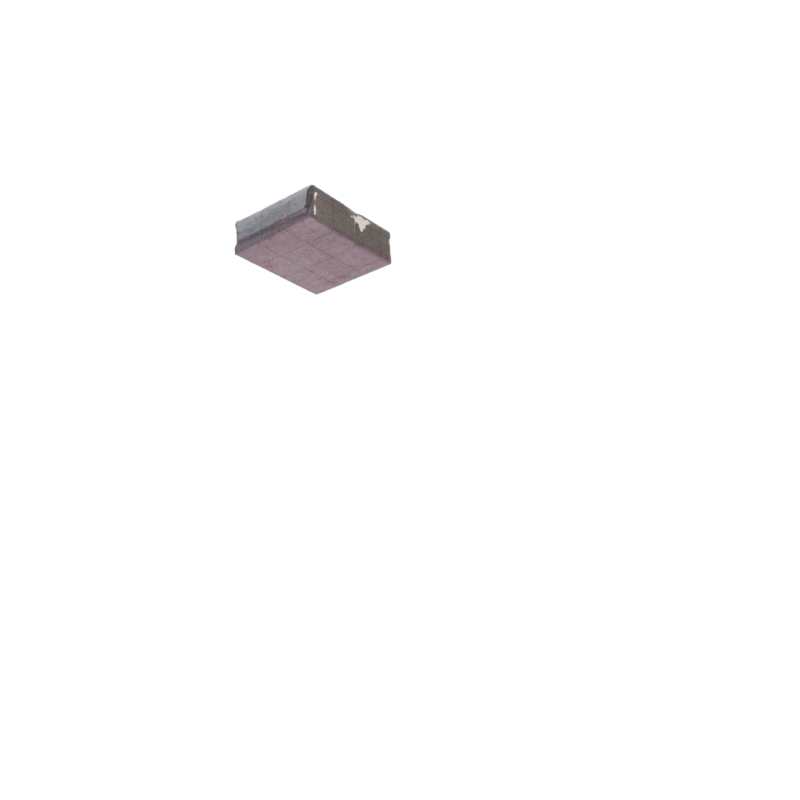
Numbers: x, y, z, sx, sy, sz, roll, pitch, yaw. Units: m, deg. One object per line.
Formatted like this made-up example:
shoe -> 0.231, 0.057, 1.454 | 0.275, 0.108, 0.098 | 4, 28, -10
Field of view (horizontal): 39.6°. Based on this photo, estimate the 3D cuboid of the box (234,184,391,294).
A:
box -> -0.062, -0.112, 0.786 | 0.074, 0.032, 0.083 | -20, -32, 36
